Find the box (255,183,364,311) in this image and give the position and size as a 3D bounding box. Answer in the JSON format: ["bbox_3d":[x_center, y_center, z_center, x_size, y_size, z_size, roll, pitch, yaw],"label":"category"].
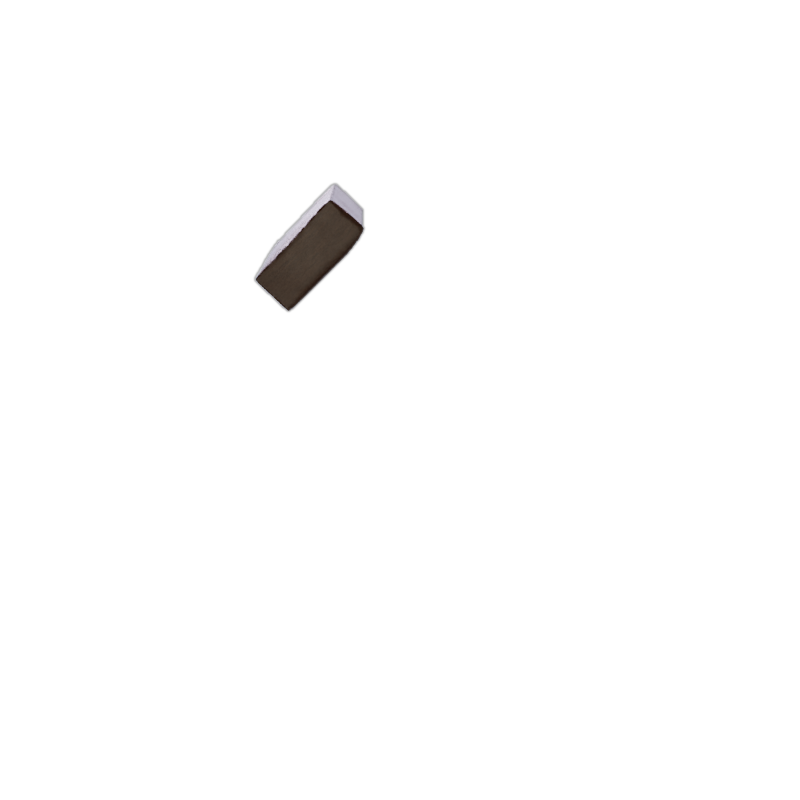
[{"bbox_3d":[-0.077,-0.139,0.973,0.047,0.093,0.182,43,8,-14],"label":"box"}]
